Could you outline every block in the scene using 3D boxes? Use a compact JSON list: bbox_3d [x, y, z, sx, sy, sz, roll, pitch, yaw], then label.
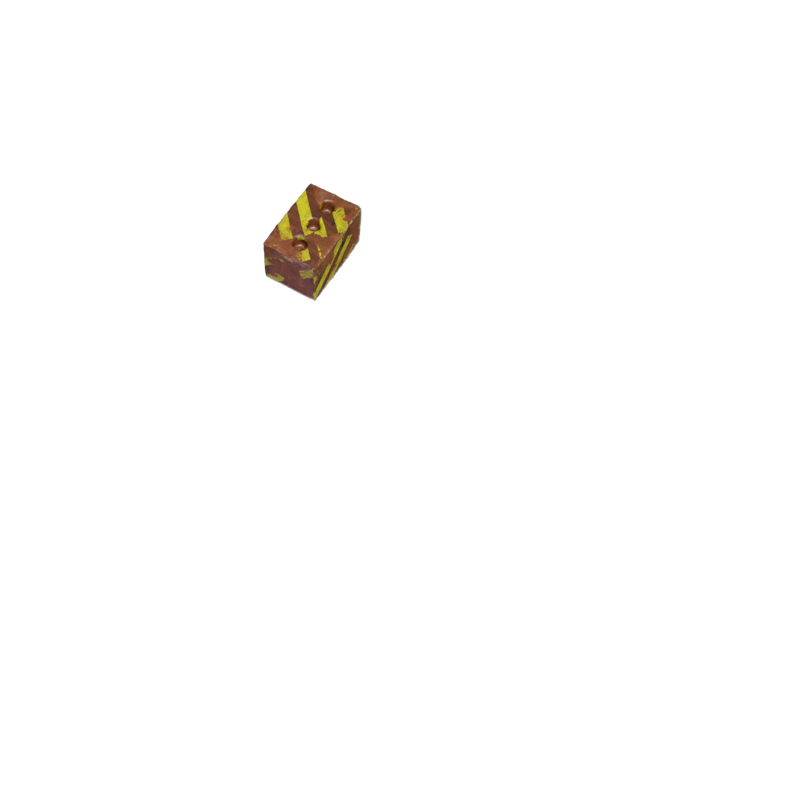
[{"bbox_3d":[-0.074,-0.135,0.947,0.055,0.080,0.048,26,-29,13],"label":"block"}]
